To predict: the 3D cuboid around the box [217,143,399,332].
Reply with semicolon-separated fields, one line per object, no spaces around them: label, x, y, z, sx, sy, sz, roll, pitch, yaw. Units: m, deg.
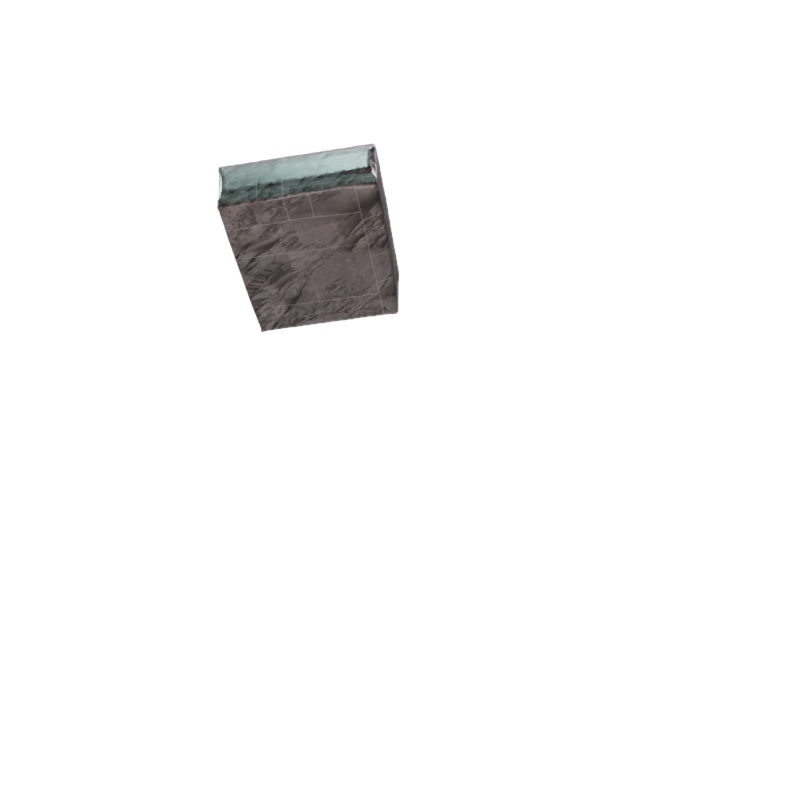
box;-0.050;-0.092;0.645;0.090;0.042;0.105;-6;-42;6
